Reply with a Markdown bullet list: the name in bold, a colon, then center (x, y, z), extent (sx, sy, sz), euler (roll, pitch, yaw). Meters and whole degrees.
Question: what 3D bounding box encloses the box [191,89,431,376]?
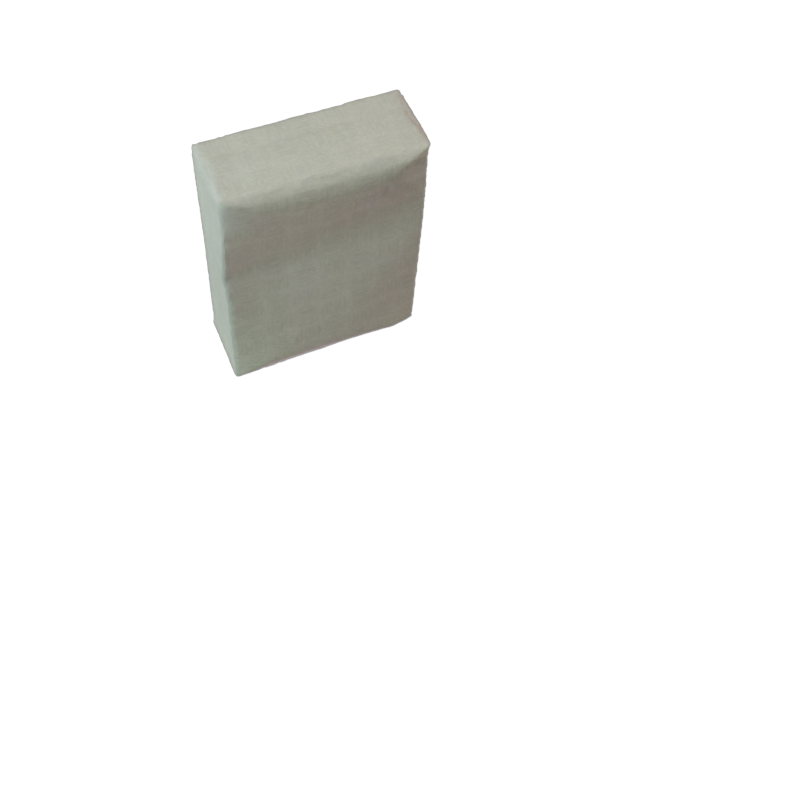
- **box**: center (-0.068, -0.124, 0.865), extent (0.163, 0.077, 0.200), euler (-18, -32, -15)
